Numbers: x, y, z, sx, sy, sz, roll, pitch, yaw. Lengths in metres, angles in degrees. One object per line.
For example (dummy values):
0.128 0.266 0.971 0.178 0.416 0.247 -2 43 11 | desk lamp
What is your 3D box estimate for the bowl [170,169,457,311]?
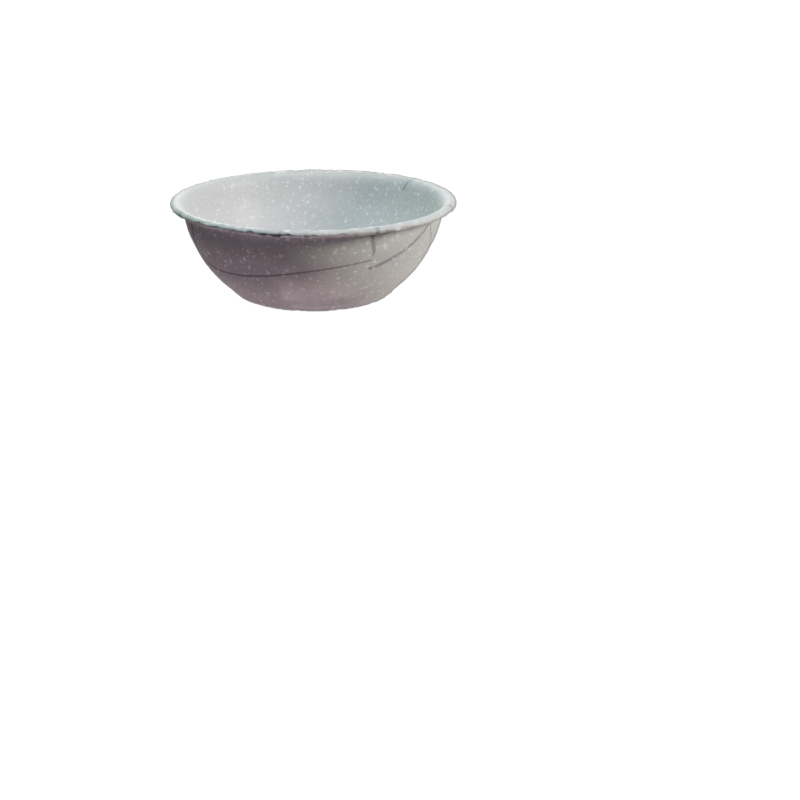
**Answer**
-0.050 -0.090 0.633 0.162 0.053 0.169 -1 22 -2 | bowl
